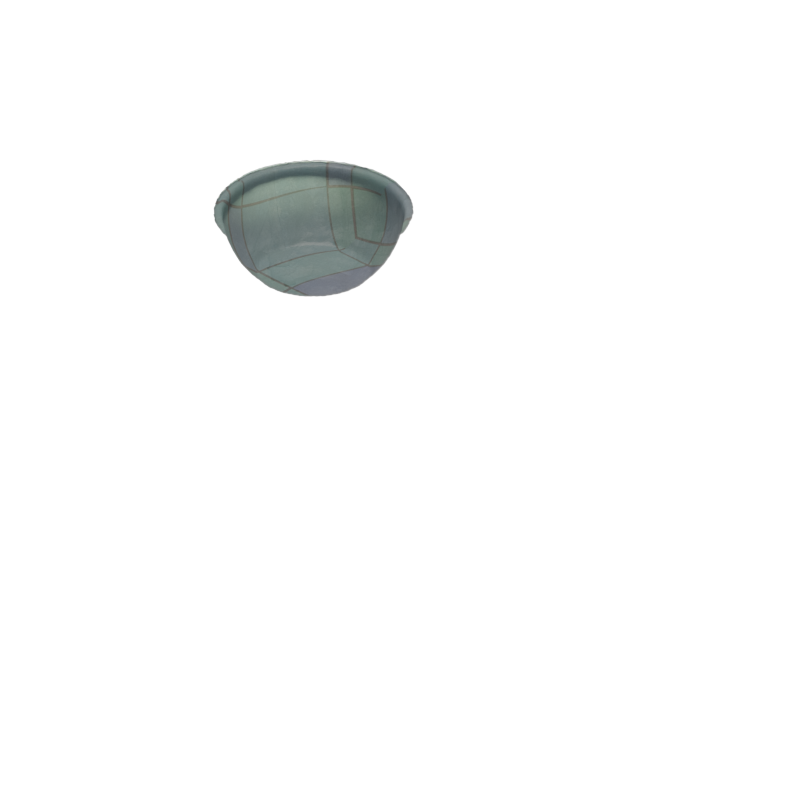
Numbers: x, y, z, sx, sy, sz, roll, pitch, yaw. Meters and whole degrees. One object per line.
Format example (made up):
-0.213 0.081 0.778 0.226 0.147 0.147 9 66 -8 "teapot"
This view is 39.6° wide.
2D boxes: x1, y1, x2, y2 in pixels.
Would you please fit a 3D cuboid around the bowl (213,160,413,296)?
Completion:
-0.069 -0.127 0.888 0.162 0.058 0.154 1 -22 -2 "bowl"
